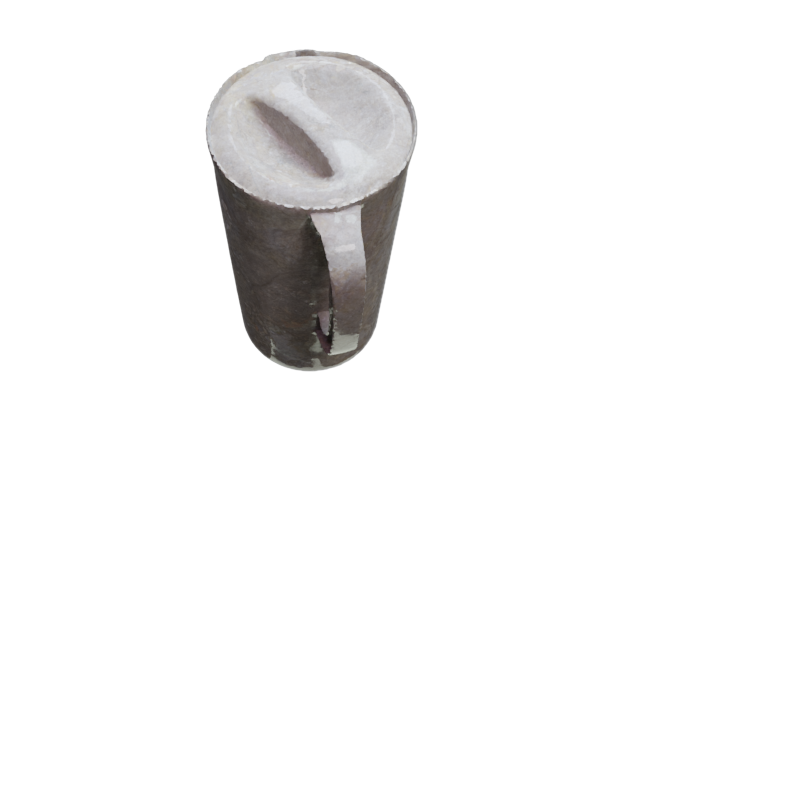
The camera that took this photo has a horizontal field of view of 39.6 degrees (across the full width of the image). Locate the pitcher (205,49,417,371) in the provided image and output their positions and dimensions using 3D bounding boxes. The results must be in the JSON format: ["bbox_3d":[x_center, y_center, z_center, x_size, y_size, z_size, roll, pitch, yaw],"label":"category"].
[{"bbox_3d":[-0.061,-0.112,0.783,0.150,0.154,0.228,27,-28,12],"label":"pitcher"}]
